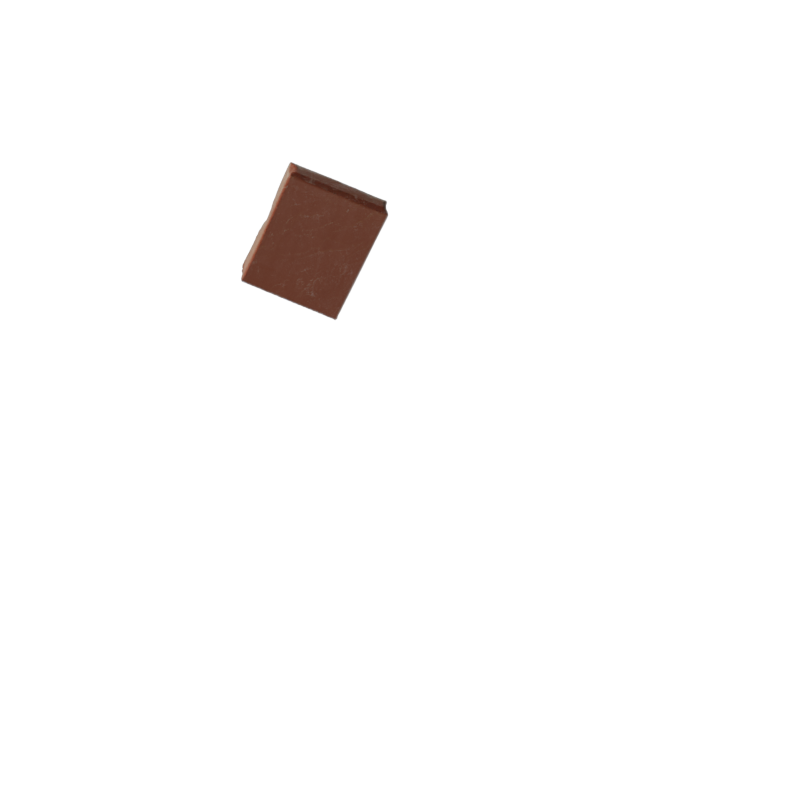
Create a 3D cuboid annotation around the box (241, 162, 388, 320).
[{"bbox_3d":[-0.060,-0.108,0.761,0.071,0.086,0.032,22,24,-11],"label":"box"}]
